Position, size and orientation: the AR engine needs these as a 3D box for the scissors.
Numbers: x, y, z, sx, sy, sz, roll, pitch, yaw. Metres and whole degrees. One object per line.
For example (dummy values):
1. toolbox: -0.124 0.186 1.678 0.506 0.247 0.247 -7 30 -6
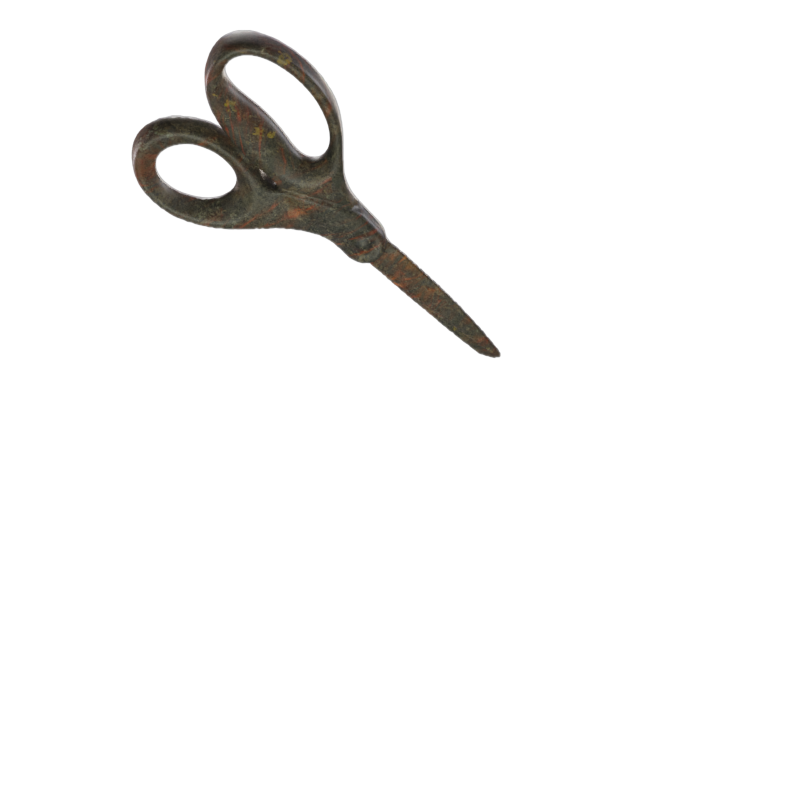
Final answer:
1. scissors: -0.037 -0.068 0.474 0.097 0.017 0.187 -20 -51 17
